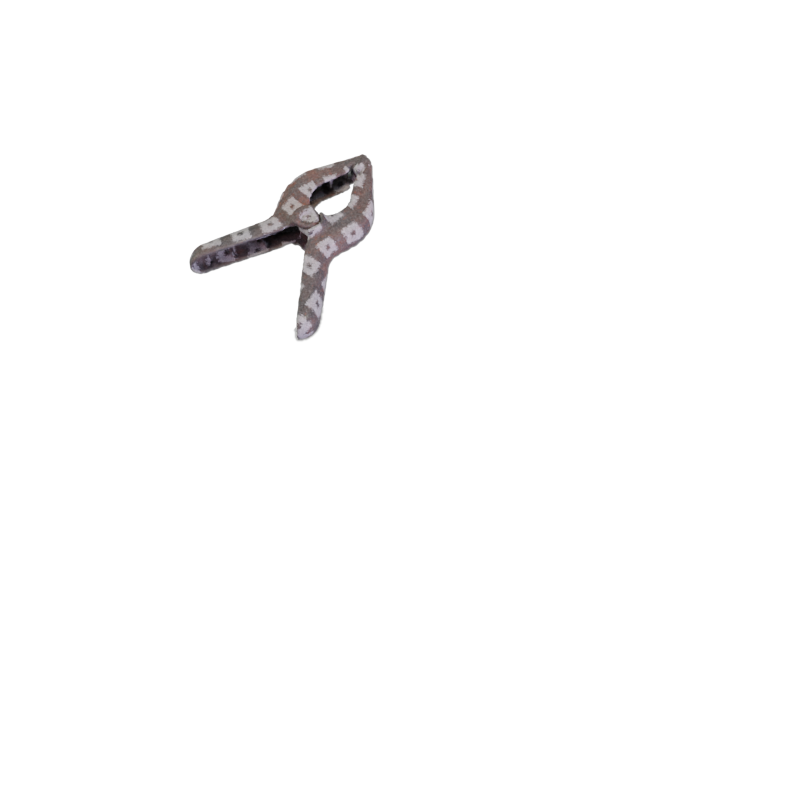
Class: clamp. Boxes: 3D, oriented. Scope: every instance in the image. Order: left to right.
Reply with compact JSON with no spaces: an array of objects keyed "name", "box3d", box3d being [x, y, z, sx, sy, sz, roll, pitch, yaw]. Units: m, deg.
[{"name":"clamp","box3d":[-0.069,-0.126,0.885,0.126,0.173,0.037,41,-20,18]}]
